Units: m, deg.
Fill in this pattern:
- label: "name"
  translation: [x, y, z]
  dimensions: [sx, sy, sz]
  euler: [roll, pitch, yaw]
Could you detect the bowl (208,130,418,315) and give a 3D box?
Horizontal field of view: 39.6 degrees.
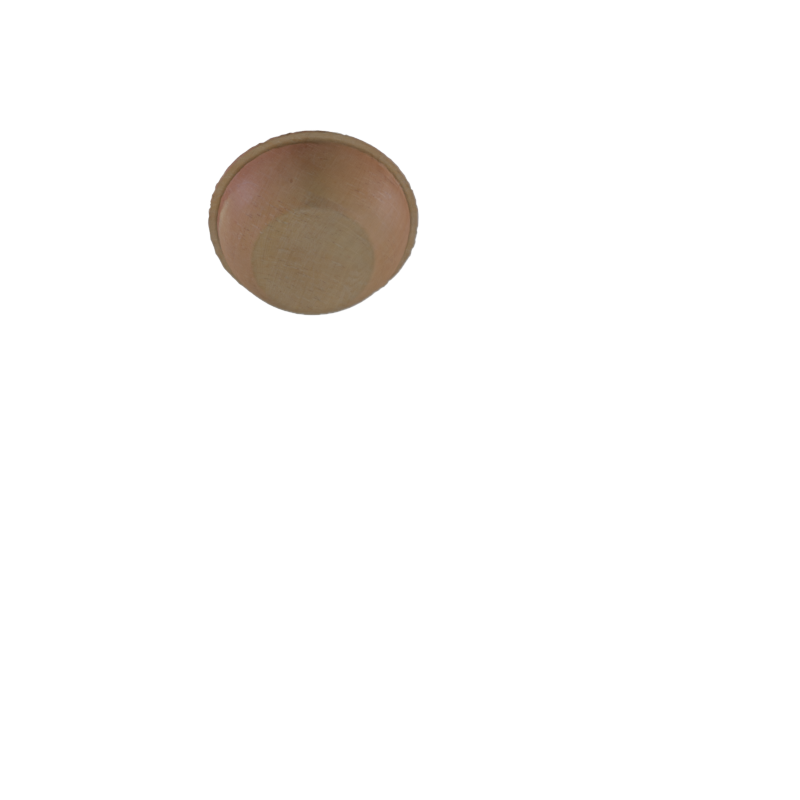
- label: "bowl"
  translation: [-0.065, -0.119, 0.830]
  dimensions: [0.162, 0.152, 0.059]
  euler: [1, 35, -1]
